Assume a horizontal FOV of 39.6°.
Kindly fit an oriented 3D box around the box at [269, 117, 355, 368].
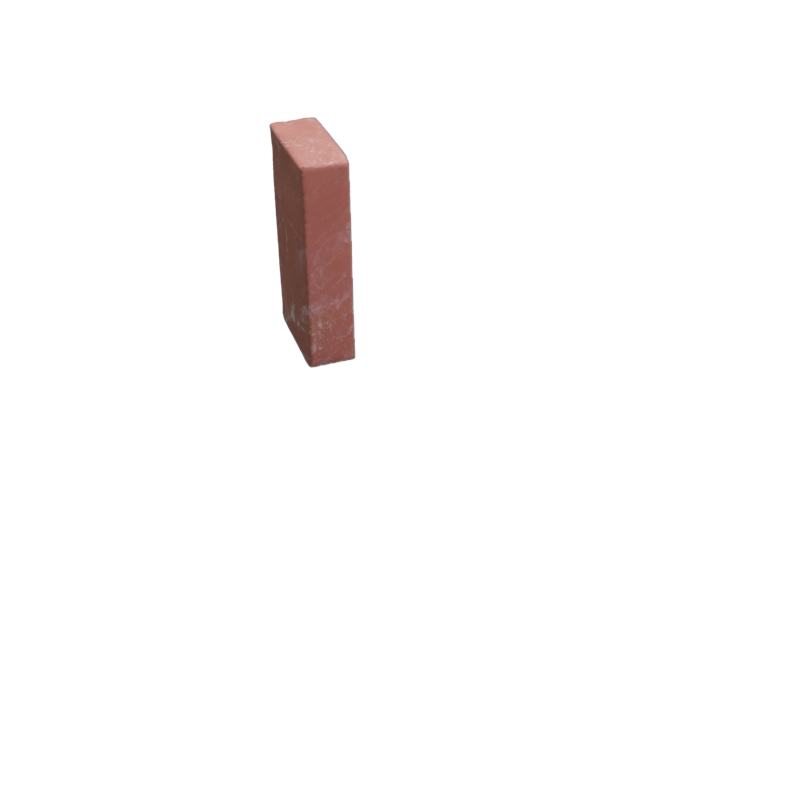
[{"bbox_3d":[-0.068,-0.125,0.879,0.047,0.166,0.101,-8,33,-17],"label":"box"}]
